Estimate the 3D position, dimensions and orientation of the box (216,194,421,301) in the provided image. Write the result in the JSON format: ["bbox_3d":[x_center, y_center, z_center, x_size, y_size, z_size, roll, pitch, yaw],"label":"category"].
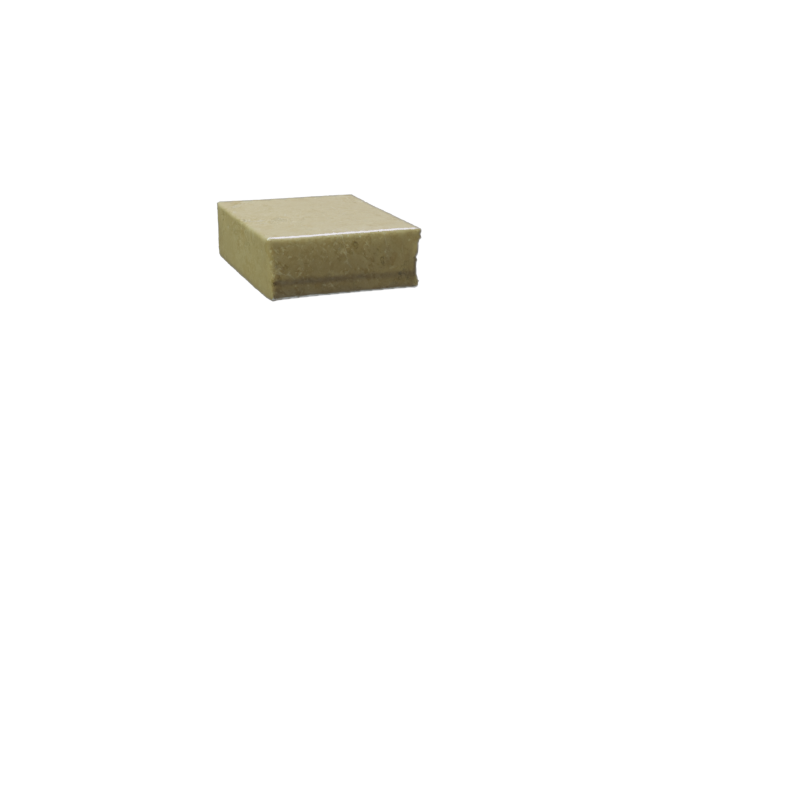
[{"bbox_3d":[-0.051,-0.092,0.647,0.088,0.037,0.121,-8,23,-20],"label":"box"}]
